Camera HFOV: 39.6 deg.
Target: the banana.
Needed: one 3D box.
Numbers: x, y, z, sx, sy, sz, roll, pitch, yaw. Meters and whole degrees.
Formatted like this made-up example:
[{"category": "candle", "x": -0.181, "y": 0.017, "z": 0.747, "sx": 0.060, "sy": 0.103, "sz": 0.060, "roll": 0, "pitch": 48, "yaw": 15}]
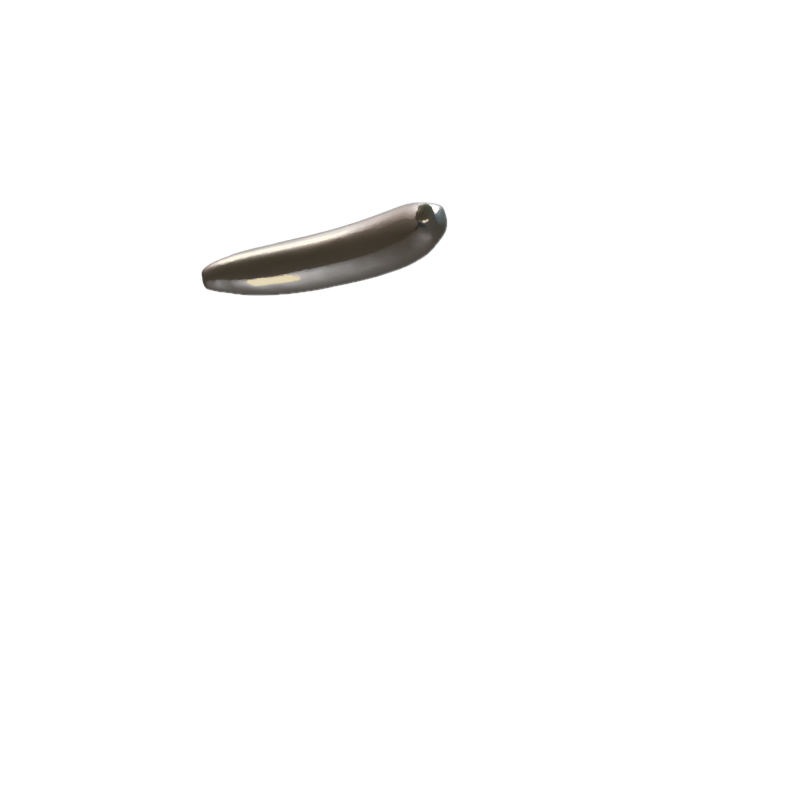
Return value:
[{"category": "banana", "x": -0.041, "y": -0.099, "z": 0.720, "sx": 0.201, "sy": 0.038, "sz": 0.065, "roll": -12, "pitch": -20, "yaw": 38}]
